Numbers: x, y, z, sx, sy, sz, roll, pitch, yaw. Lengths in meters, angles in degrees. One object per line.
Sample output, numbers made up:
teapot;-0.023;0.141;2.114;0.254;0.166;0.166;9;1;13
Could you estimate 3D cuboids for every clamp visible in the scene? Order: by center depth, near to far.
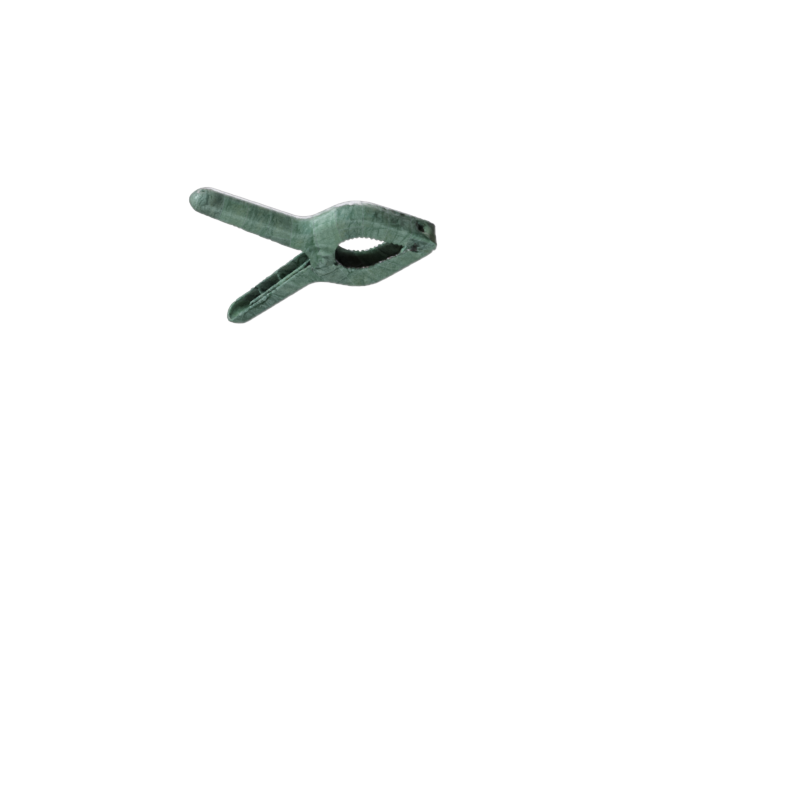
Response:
clamp;-0.076;-0.138;0.969;0.212;0.039;0.152;-9;-39;11
